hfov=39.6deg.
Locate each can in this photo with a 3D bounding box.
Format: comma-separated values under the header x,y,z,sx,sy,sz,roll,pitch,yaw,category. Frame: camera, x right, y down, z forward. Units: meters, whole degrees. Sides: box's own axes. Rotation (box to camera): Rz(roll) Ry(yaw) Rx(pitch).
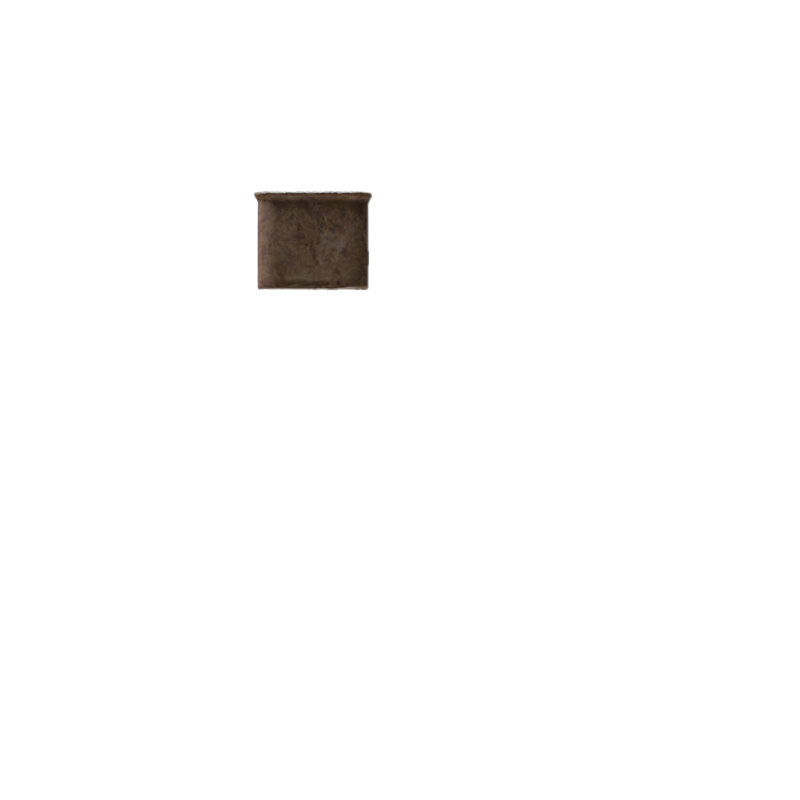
x,y,z,sx,sy,sz,roll,pitch,yaw,category
-0.075,-0.137,0.963,0.102,0.084,0.057,0,0,2,can
